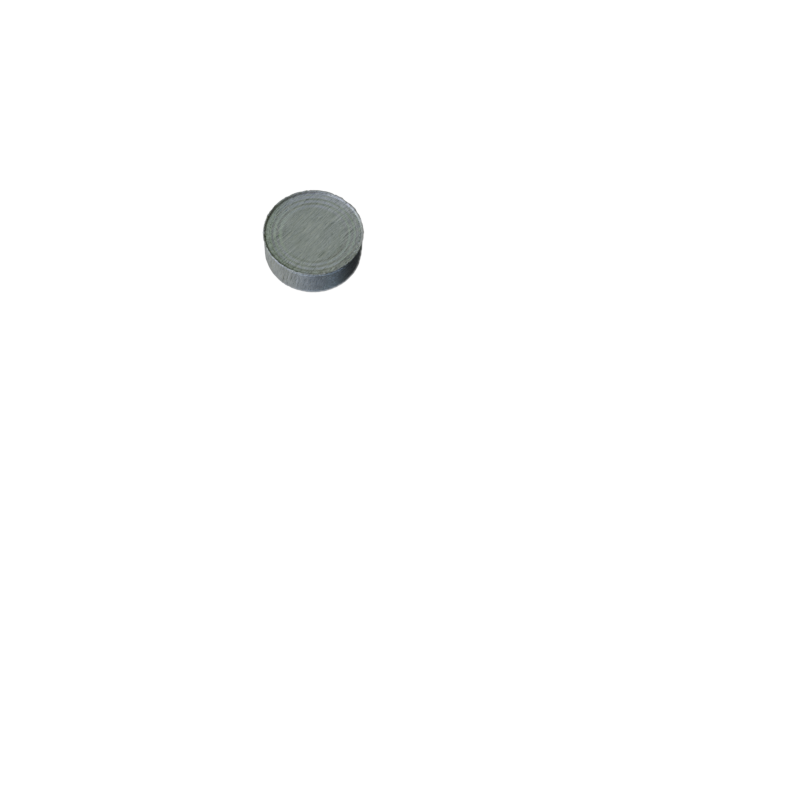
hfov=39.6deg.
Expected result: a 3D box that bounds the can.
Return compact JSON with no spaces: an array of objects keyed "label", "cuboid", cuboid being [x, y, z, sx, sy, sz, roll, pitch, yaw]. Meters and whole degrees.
[{"label":"can","cuboid":[-0.075,-0.136,0.952,0.086,0.091,0.031,-1,-30,-1]}]
